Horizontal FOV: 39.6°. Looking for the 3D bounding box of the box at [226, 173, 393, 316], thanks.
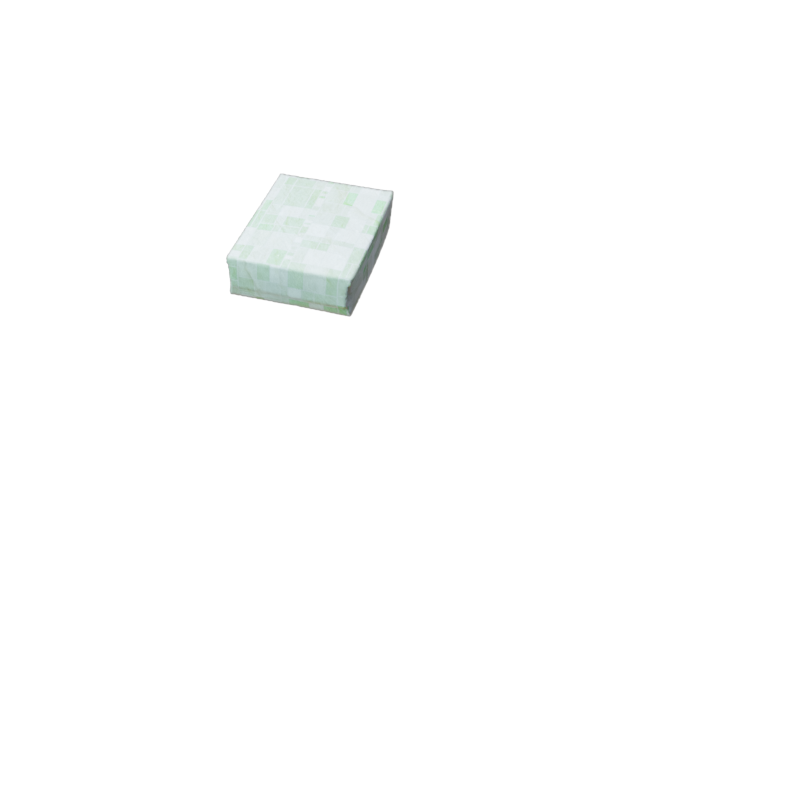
[{"bbox_3d":[-0.062,-0.112,0.788,0.092,0.036,0.119,10,41,12],"label":"box"}]
